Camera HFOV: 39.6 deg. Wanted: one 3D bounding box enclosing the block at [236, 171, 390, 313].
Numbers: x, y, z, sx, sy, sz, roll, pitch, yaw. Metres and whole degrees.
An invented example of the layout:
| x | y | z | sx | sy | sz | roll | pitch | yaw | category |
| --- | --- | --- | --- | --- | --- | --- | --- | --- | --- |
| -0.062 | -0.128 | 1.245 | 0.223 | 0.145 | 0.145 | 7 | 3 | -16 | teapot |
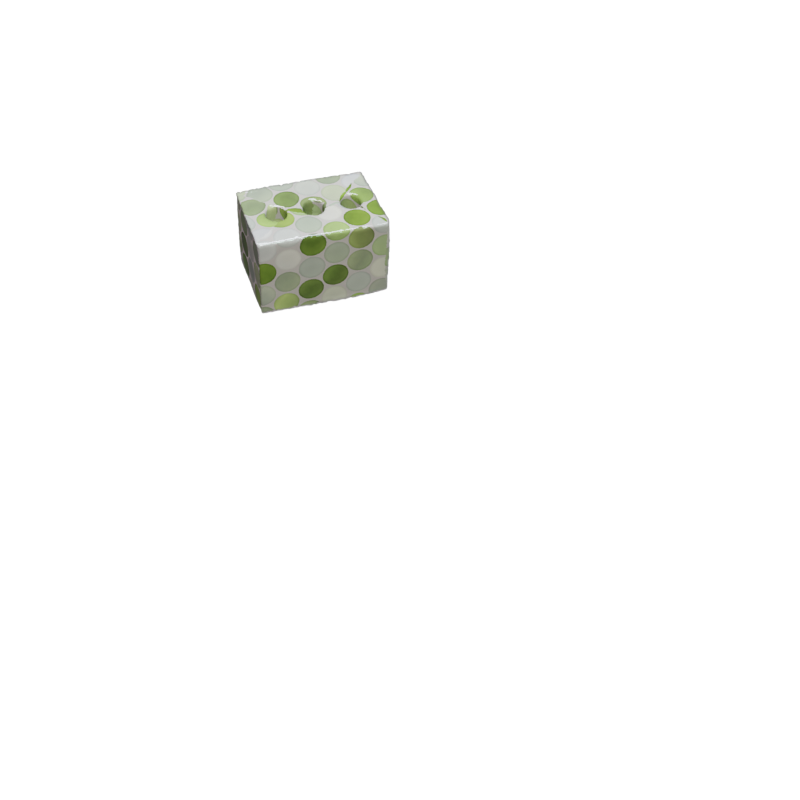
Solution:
| x | y | z | sx | sy | sz | roll | pitch | yaw | category |
| --- | --- | --- | --- | --- | --- | --- | --- | --- | --- |
| -0.050 | -0.091 | 0.636 | 0.077 | 0.048 | 0.057 | -12 | 44 | -14 | block |
